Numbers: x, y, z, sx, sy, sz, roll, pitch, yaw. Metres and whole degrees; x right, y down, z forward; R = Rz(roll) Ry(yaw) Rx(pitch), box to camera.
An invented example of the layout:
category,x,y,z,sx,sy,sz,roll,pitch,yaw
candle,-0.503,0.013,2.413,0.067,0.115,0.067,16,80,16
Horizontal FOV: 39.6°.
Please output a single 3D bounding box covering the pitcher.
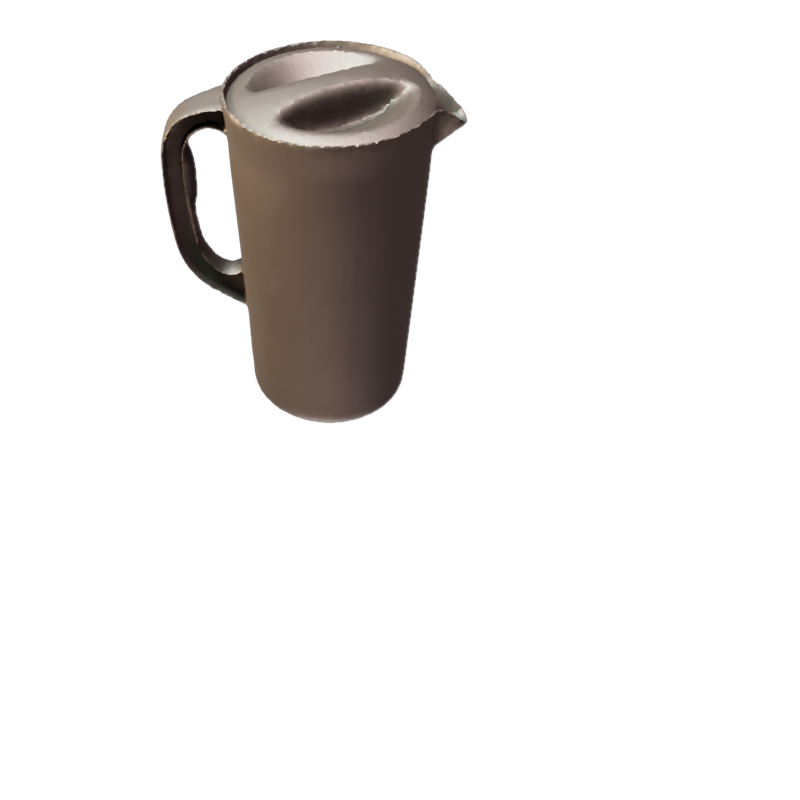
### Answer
category,x,y,z,sx,sy,sz,roll,pitch,yaw
pitcher,-0.058,-0.105,0.735,0.159,0.227,0.146,31,47,30
